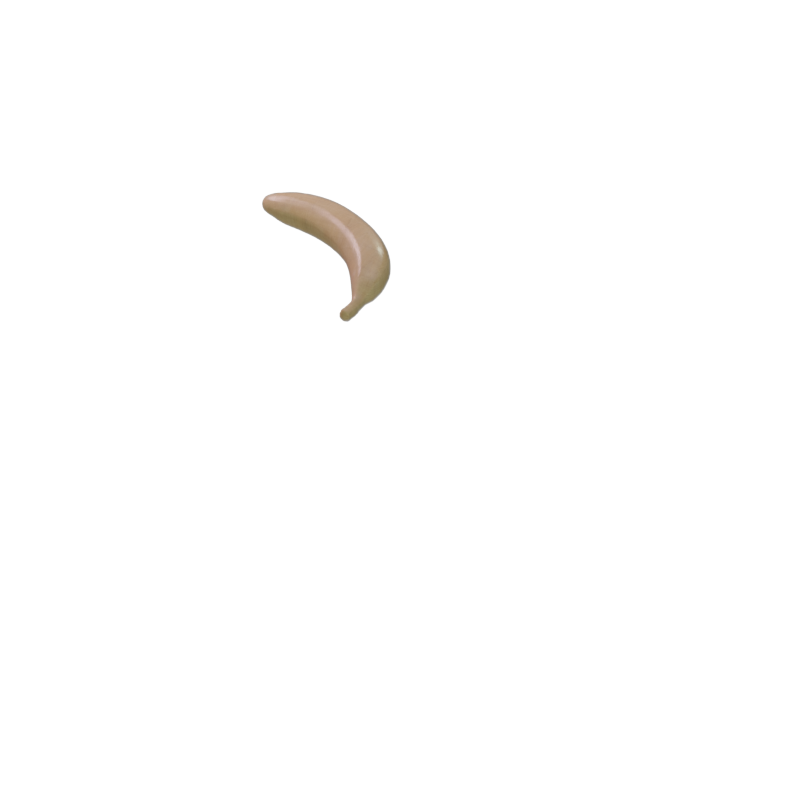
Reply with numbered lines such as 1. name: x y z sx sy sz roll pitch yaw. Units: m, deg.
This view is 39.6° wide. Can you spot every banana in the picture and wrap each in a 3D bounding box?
1. banana: -0.058 -0.141 0.976 0.069 0.034 0.214 -14 39 -19
